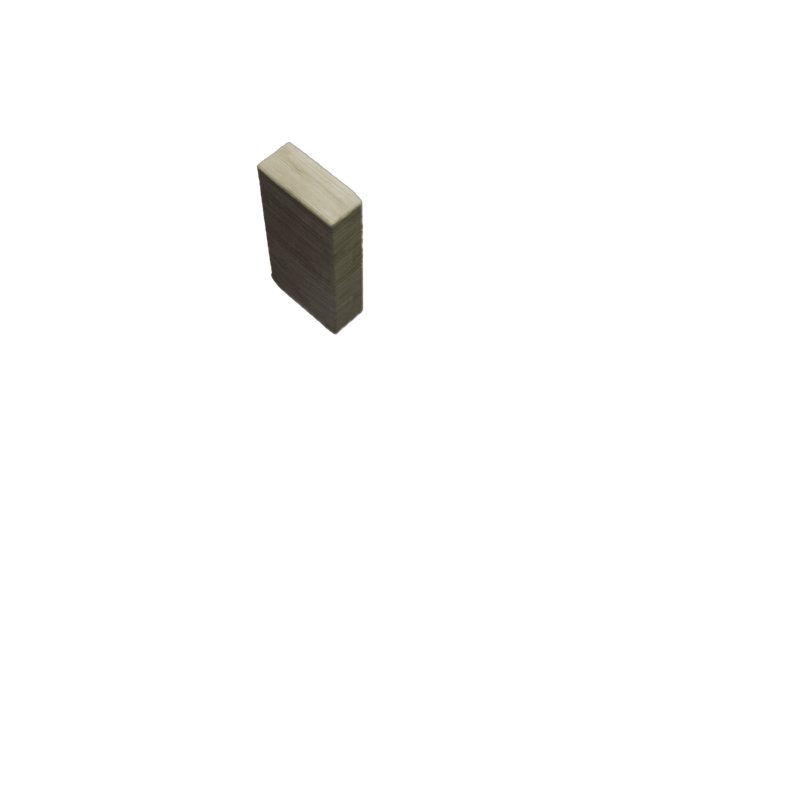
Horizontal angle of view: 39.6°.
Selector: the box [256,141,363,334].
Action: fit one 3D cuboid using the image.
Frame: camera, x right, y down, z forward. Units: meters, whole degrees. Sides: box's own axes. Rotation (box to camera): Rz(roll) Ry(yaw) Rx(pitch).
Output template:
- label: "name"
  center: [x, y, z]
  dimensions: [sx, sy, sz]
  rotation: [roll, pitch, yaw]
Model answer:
- label: "box"
  center: [-0.077, -0.141, 0.989]
  dimensions: [0.048, 0.098, 0.165]
  rotation: [-39, -22, -23]
